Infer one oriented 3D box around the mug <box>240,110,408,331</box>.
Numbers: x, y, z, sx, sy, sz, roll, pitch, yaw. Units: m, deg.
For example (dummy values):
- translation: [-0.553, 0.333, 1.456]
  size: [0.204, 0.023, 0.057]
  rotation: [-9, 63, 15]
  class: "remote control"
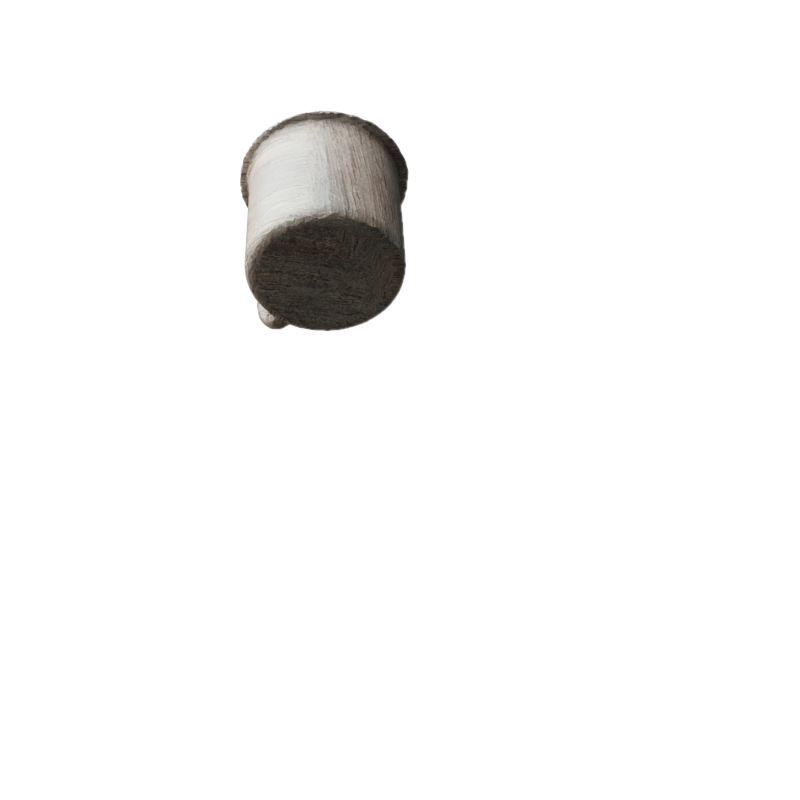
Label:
- translation: [-0.046, -0.084, 0.589]
  size: [0.089, 0.087, 0.114]
  rotation: [24, -51, -23]
  class: "mug"
